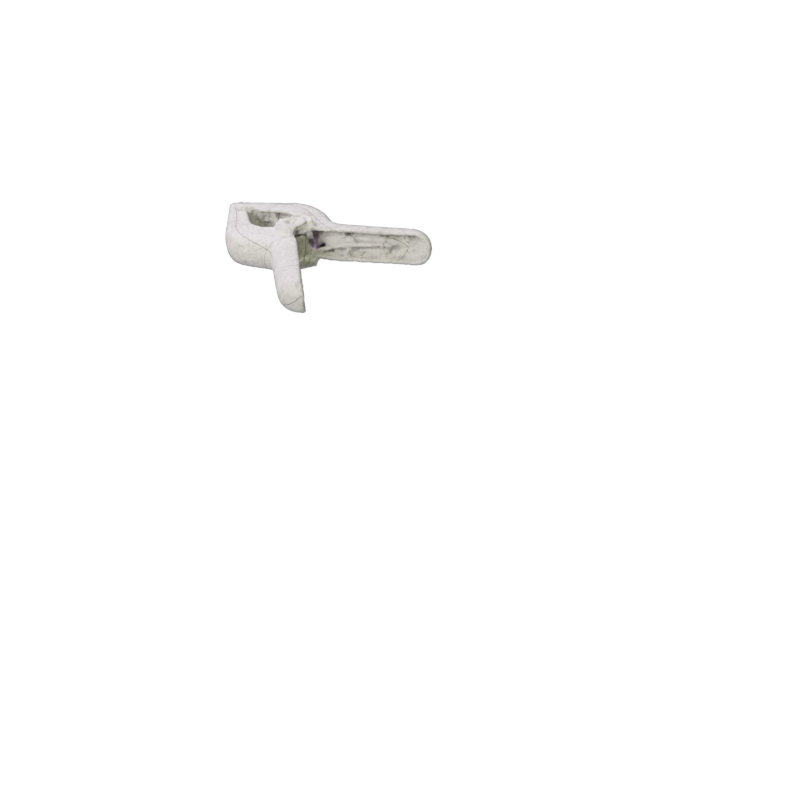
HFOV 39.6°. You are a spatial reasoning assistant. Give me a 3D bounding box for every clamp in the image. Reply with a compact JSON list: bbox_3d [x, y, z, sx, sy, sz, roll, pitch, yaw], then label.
[{"bbox_3d":[-0.062,-0.113,0.793,0.118,0.037,0.184,-14,31,-25],"label":"clamp"}]
